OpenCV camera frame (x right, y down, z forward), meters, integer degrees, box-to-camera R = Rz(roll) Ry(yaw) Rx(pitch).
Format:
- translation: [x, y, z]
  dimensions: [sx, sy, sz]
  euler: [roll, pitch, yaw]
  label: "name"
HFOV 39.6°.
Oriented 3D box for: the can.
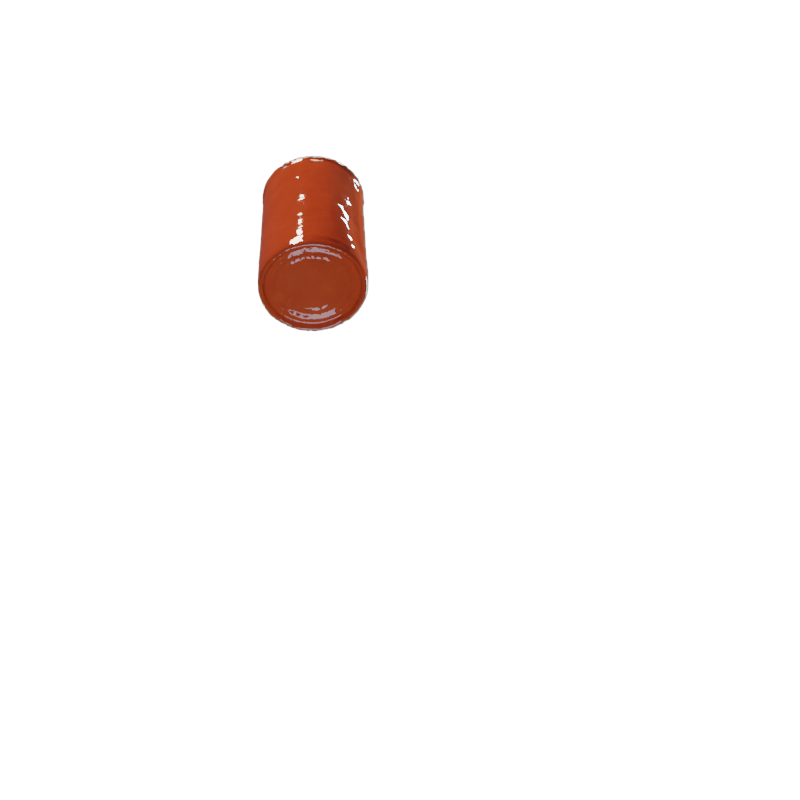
- translation: [-0.055, -0.100, 0.700]
  dimensions: [0.068, 0.064, 0.109]
  euler: [-1, 38, -3]
  label: "can"
